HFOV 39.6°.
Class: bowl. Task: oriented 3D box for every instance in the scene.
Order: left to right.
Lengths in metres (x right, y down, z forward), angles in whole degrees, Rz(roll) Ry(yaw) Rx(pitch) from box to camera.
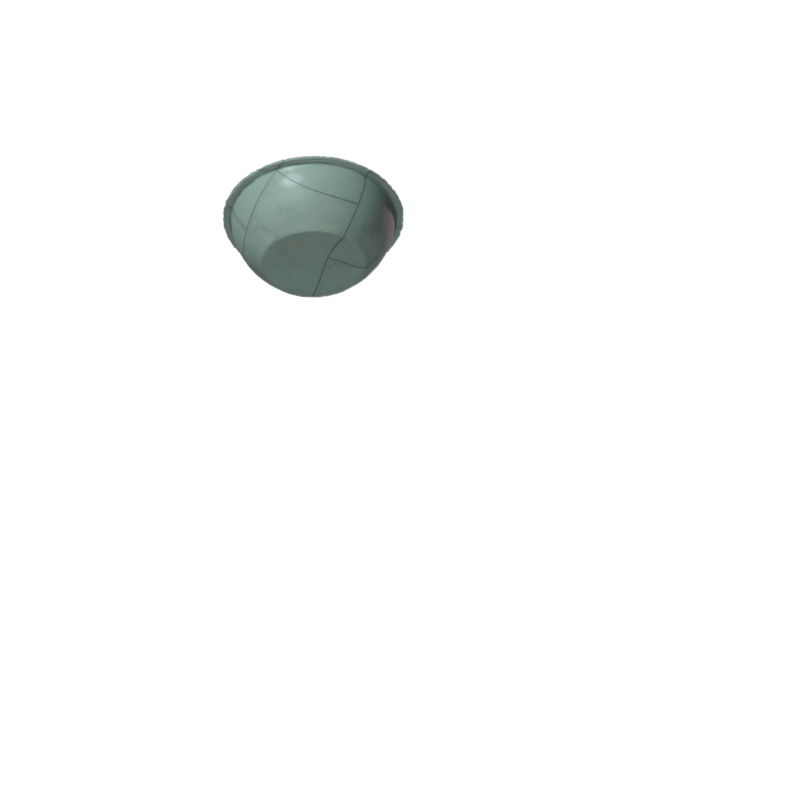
[{"bbox_3d":[-0.076,-0.139,0.974,0.162,0.059,0.151,1,-37,-2],"label":"bowl"}]
